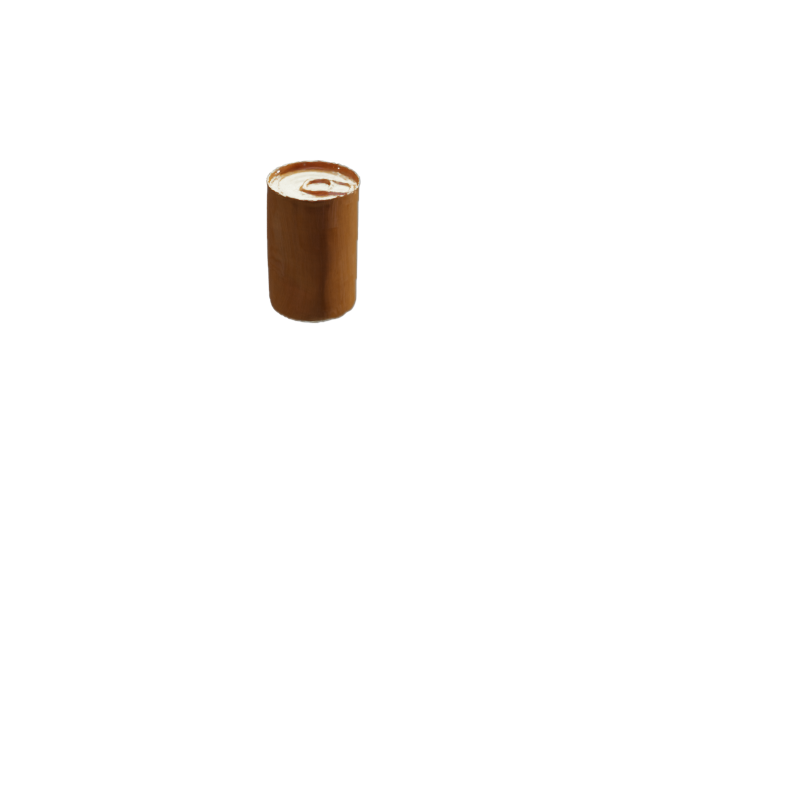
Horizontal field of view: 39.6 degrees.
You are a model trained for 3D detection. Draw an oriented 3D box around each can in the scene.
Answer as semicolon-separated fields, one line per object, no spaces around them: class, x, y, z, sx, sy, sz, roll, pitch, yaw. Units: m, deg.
can;-0.064;-0.117;0.818;0.068;0.096;0.073;0;31;-3
